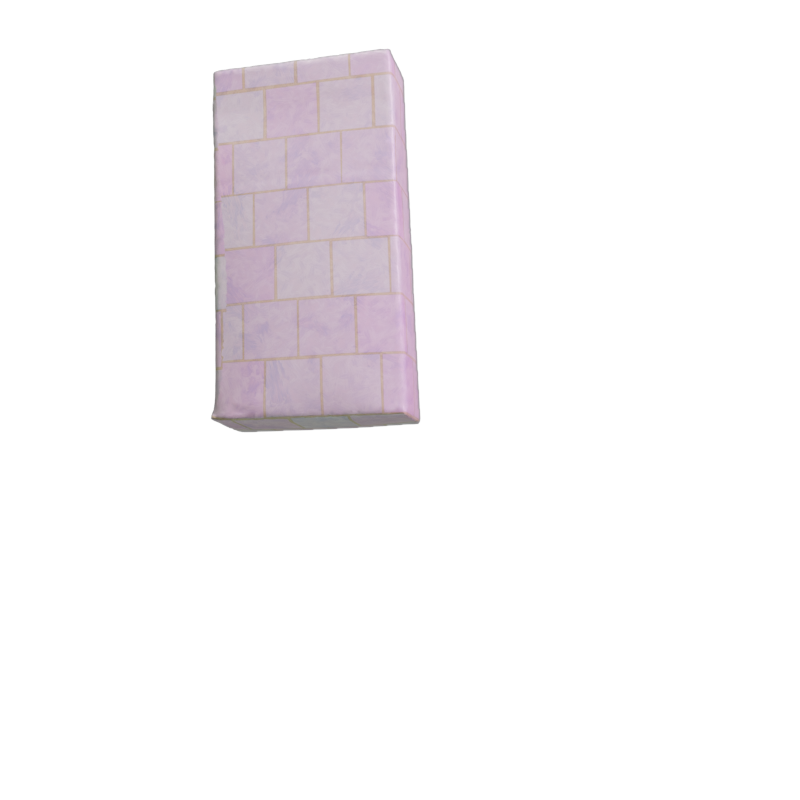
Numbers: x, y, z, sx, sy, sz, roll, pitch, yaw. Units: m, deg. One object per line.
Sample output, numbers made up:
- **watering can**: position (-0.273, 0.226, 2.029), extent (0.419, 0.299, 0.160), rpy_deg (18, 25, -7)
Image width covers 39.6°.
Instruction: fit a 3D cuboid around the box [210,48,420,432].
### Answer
- **box**: position (-0.042, -0.076, 0.535), extent (0.095, 0.183, 0.045), rpy_deg (-5, -17, 13)
